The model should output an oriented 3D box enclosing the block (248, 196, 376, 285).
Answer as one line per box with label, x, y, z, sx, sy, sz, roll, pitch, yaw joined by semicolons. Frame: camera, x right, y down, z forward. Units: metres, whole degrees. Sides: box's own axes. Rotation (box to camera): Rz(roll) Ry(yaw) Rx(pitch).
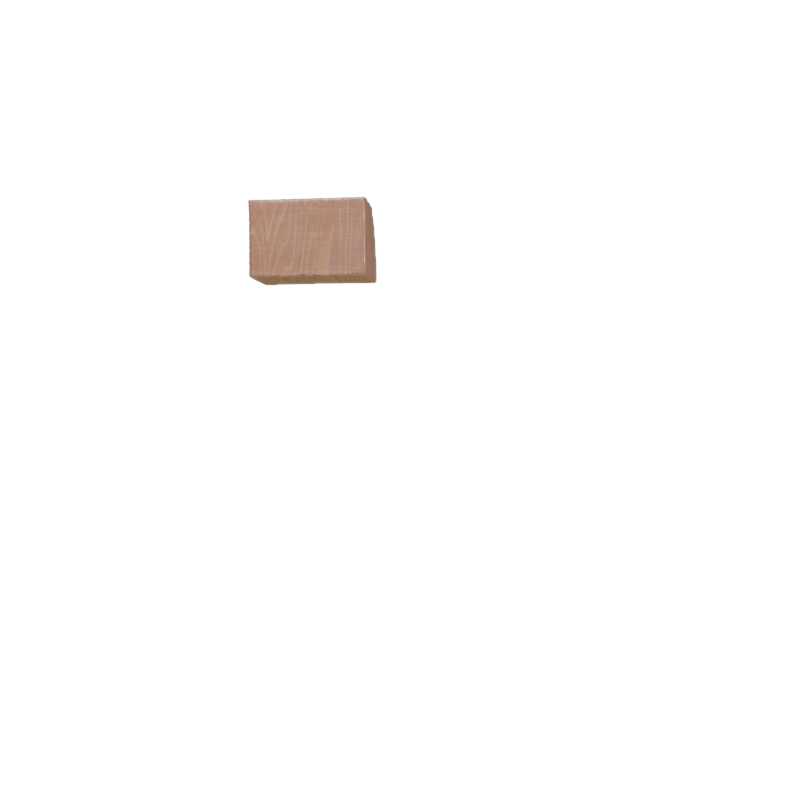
block;-0.057;-0.104;0.725;0.079;0.052;0.051;0;-4;7
